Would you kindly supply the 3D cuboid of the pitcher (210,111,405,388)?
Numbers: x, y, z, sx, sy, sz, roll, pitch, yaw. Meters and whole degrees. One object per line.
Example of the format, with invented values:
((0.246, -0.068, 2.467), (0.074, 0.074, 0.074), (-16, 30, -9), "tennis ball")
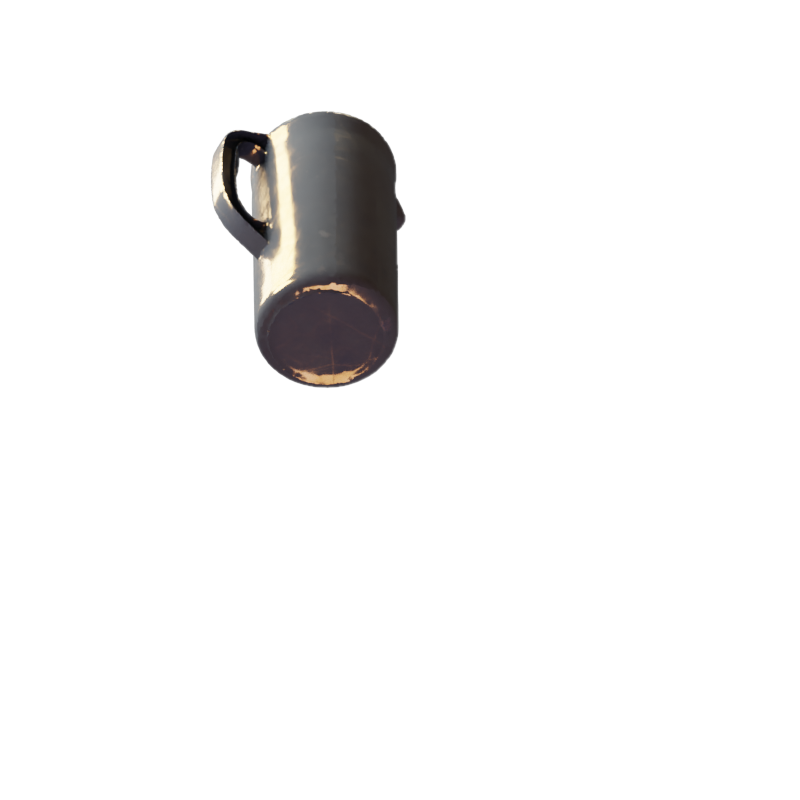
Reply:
((-0.072, -0.130, 0.913), (0.150, 0.134, 0.260), (-11, 38, 6), "pitcher")
